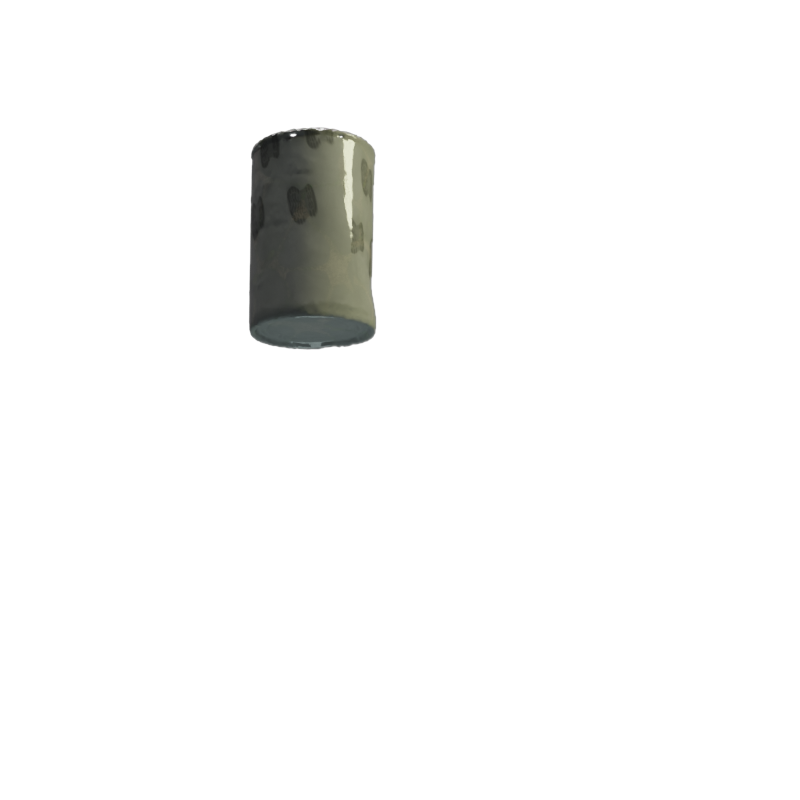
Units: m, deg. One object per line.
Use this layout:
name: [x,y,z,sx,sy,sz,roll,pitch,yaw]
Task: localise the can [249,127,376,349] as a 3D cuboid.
can: [-0.046,-0.084,0.588,0.068,0.107,0.066,0,-17,-2]
